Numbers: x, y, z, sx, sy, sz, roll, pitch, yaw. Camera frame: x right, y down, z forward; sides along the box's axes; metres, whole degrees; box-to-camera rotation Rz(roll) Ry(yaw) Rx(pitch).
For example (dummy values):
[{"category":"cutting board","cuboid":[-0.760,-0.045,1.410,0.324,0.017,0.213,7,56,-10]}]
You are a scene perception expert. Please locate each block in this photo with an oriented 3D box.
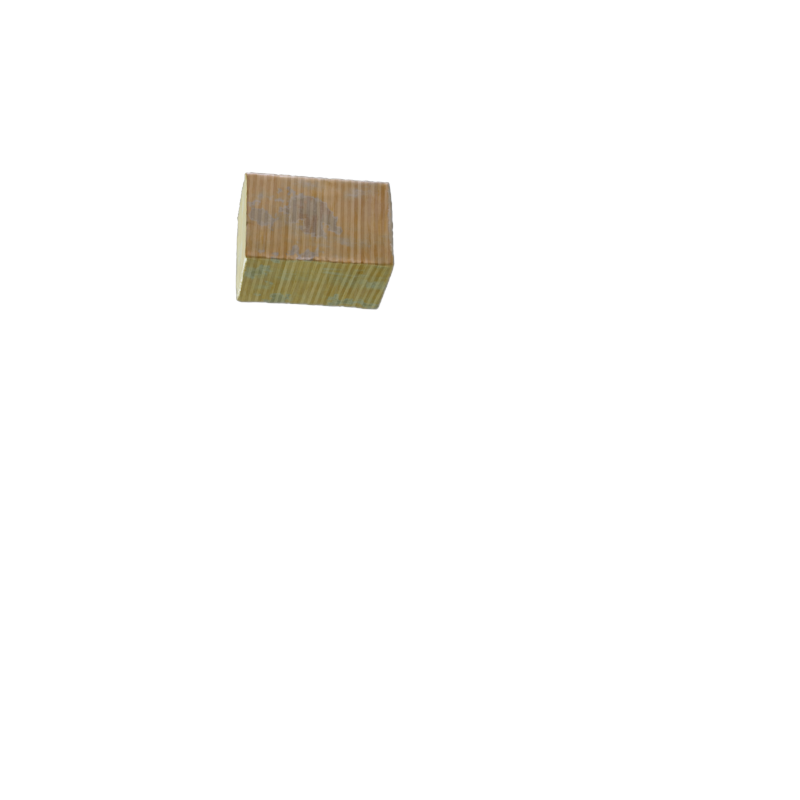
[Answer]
[{"category":"block","cuboid":[-0.045,-0.083,0.580,0.077,0.054,0.050,3,-25,-9]}]
